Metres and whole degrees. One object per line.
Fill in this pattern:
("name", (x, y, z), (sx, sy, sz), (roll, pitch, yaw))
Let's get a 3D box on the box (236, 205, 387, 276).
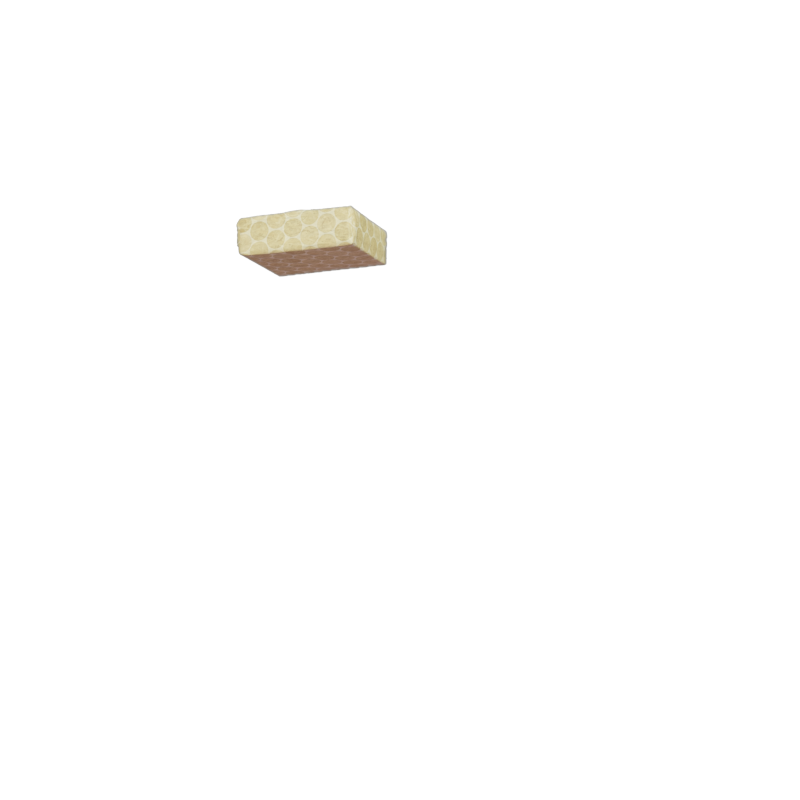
("box", (-0.062, -0.114, 0.796), (0.091, 0.031, 0.070), (-3, -8, 20))
